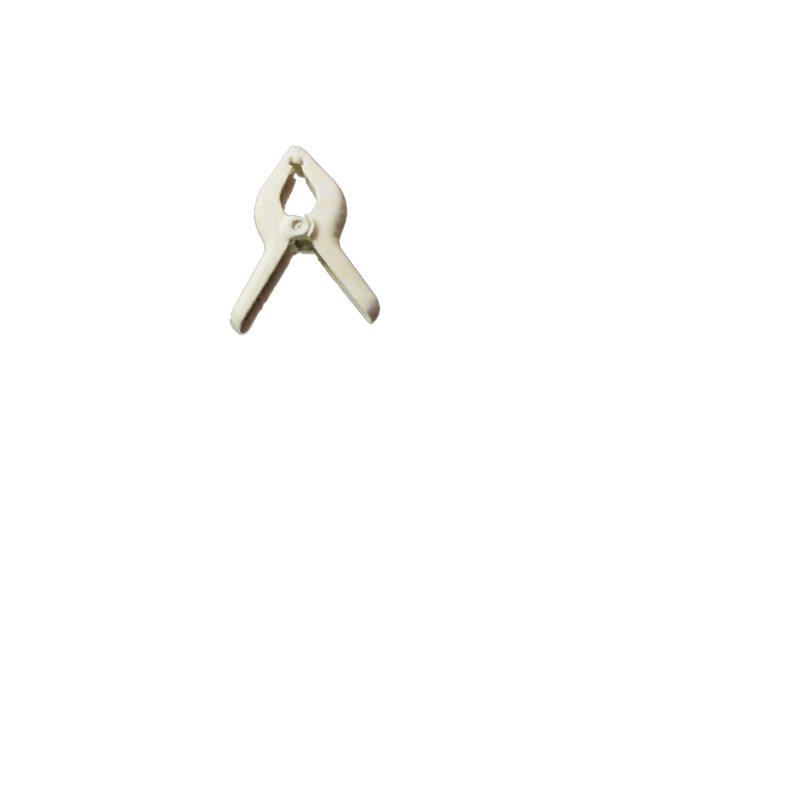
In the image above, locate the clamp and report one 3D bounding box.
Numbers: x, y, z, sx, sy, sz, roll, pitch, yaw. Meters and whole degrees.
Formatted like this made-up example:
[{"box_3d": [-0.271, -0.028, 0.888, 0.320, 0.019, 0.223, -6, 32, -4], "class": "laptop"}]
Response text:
[{"box_3d": [-0.073, -0.132, 0.927, 0.120, 0.180, 0.037, 4, -22, 1], "class": "clamp"}]
